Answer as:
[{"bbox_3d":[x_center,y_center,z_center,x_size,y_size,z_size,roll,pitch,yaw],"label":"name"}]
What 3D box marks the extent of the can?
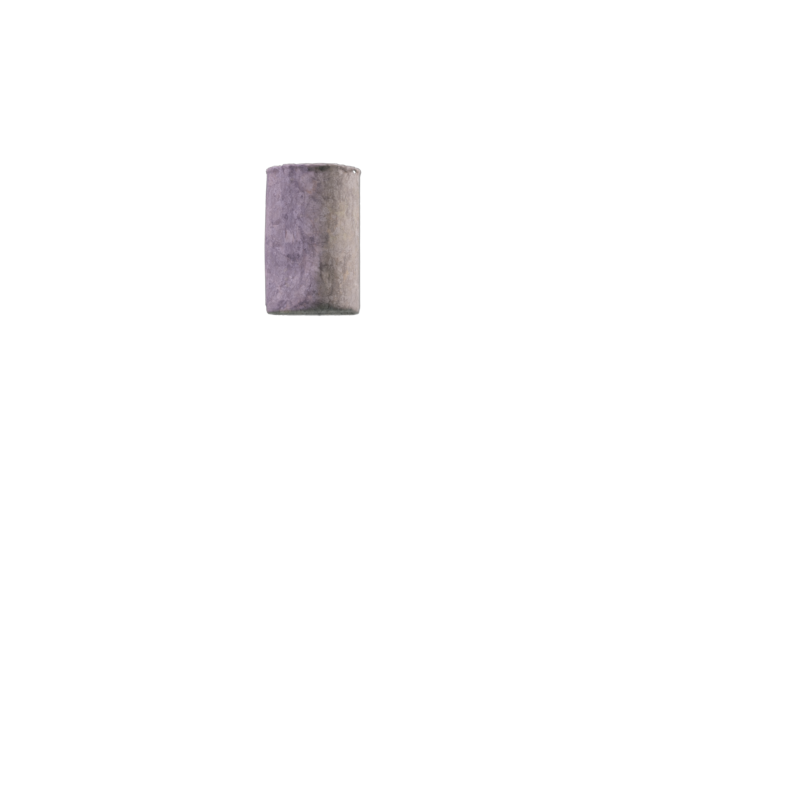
[{"bbox_3d":[-0.061,-0.111,0.780,0.068,0.103,0.068,0,-3,-2],"label":"can"}]
